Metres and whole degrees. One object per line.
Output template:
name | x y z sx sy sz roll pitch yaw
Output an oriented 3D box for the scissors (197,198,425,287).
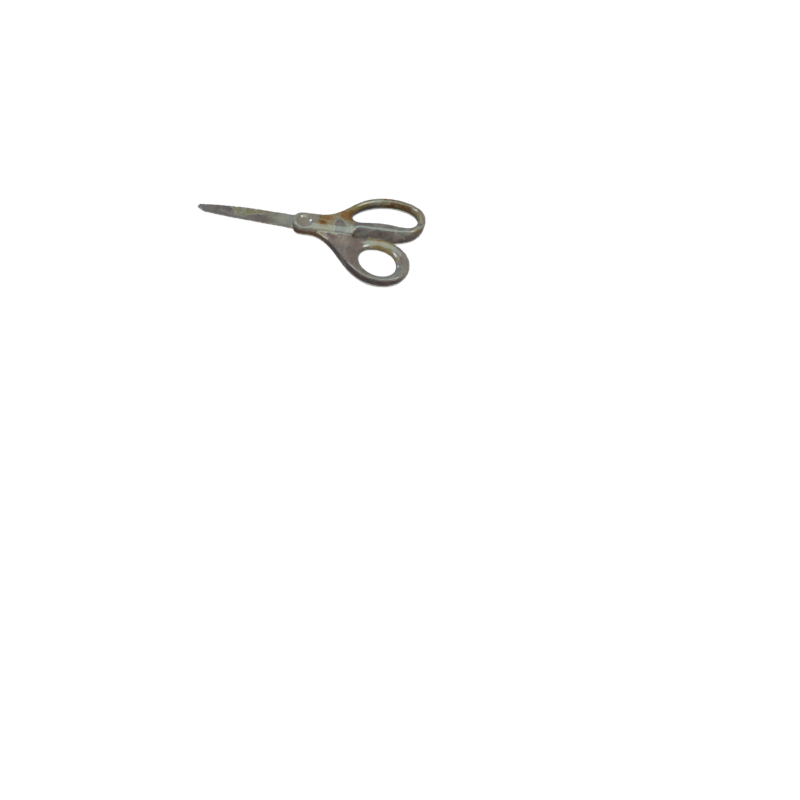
scissors | -0.076 -0.139 0.976 0.201 0.103 0.015 -4 -31 -3
